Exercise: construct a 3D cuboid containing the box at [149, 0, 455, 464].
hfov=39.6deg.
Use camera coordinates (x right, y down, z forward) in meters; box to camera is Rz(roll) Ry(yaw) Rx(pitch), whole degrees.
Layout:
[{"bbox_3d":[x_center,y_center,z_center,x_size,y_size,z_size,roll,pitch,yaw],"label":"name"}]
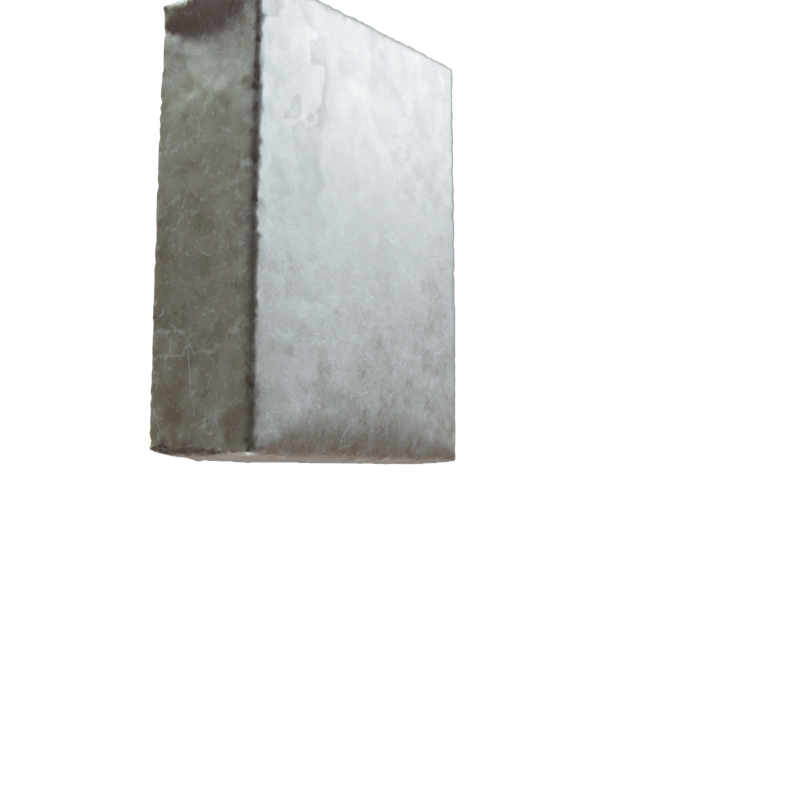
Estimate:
[{"bbox_3d":[-0.043,-0.078,0.546,0.074,0.220,0.156,-9,-12,36],"label":"box"}]
